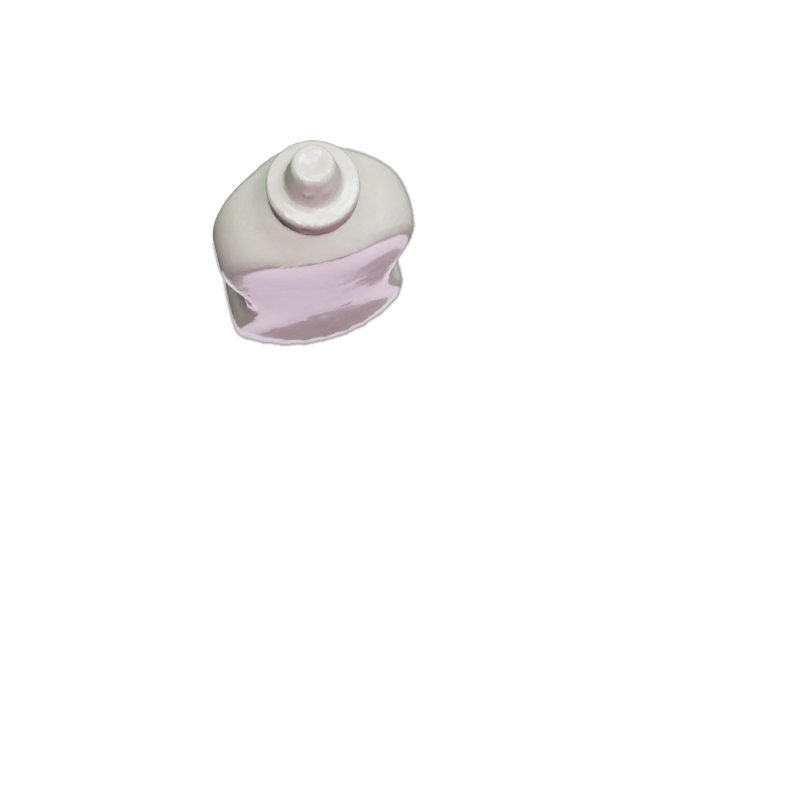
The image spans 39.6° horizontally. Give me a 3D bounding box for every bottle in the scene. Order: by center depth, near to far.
[{"bbox_3d":[-0.043,-0.078,0.545,0.096,0.061,0.185,-12,-11,-6],"label":"bottle"}]
